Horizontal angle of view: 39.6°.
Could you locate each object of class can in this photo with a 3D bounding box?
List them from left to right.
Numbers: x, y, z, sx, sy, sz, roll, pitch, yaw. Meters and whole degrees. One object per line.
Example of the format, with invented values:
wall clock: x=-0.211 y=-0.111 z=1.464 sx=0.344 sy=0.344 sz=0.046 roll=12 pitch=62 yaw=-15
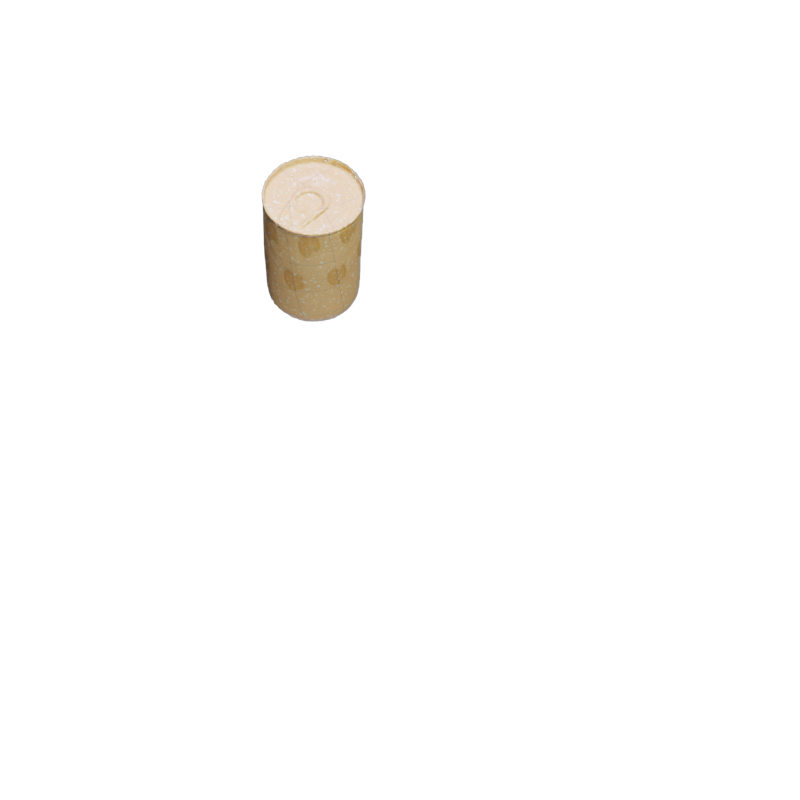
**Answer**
can: x=-0.060 y=-0.109 z=0.761 sx=0.068 sy=0.073 sz=0.096 roll=0 pitch=-34 yaw=-3
